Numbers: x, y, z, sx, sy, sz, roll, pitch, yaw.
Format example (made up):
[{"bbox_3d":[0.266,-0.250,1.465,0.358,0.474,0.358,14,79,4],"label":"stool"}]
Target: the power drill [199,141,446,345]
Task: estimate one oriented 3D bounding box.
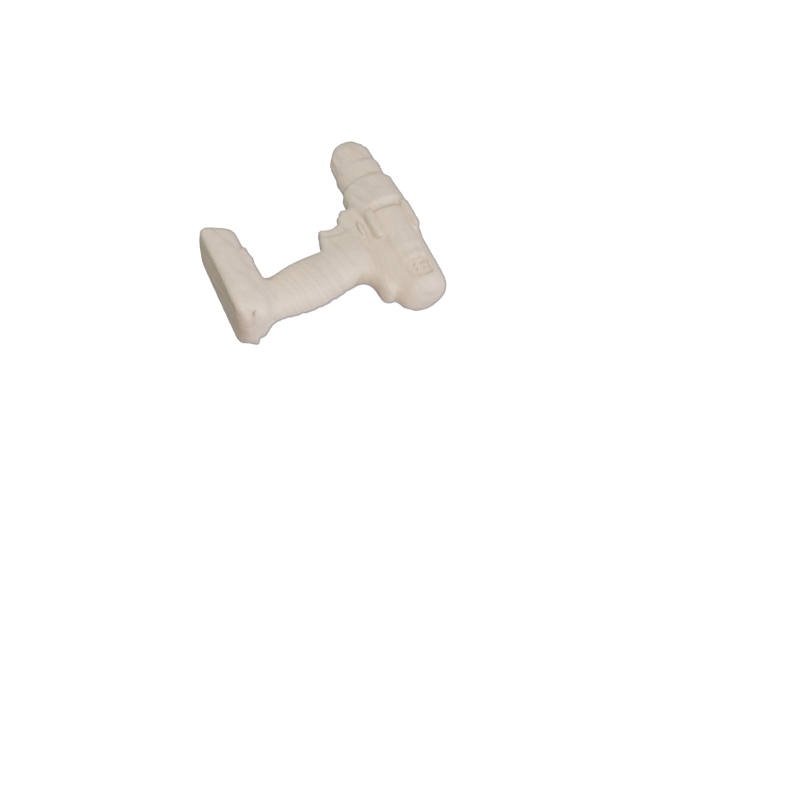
[{"bbox_3d":[-0.076,-0.138,0.966,0.186,0.198,0.054,-20,-32,-14],"label":"power drill"}]
